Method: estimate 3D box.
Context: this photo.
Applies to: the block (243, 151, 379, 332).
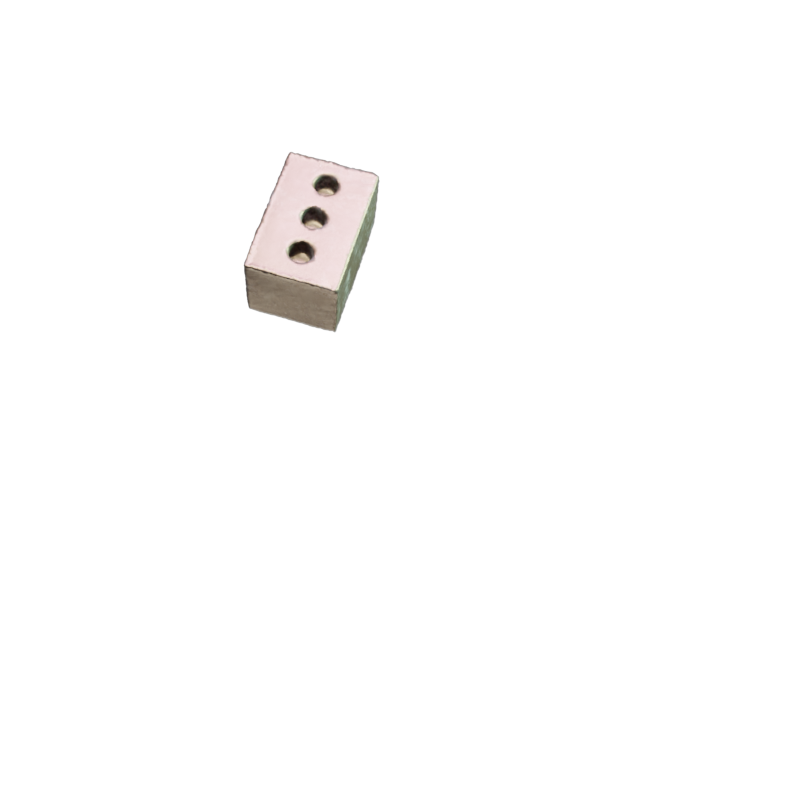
[{"bbox_3d":[-0.047,-0.086,0.603,0.053,0.082,0.048,15,-27,5],"label":"block"}]
